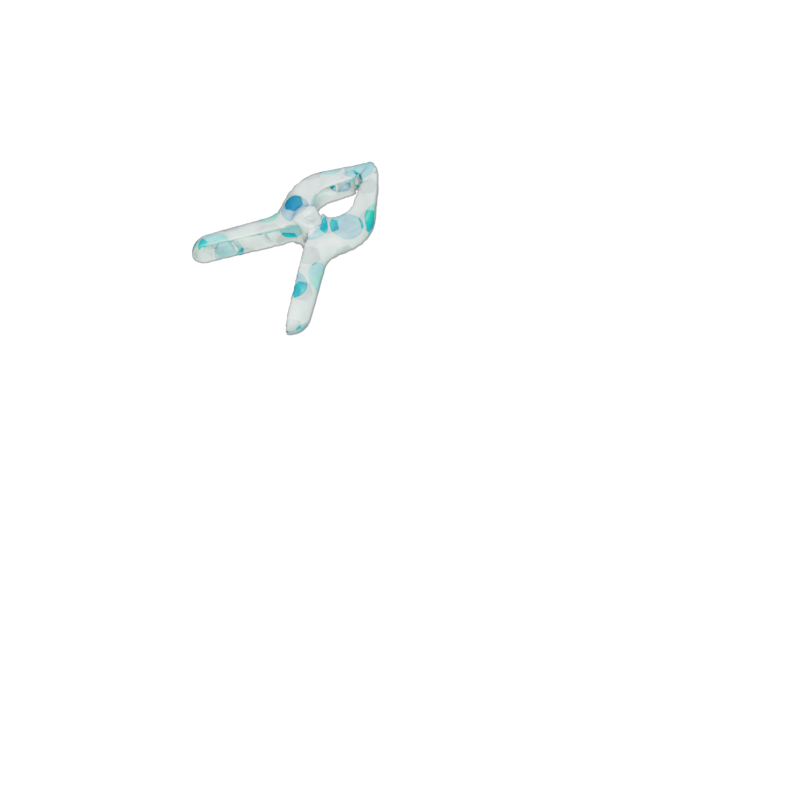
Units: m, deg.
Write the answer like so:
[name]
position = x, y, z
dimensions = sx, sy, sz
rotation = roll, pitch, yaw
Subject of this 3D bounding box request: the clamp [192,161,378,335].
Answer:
[clamp]
position = -0.071, -0.130, 0.911
dimensions = 0.172, 0.127, 0.037
rotation = -37, -21, -17
